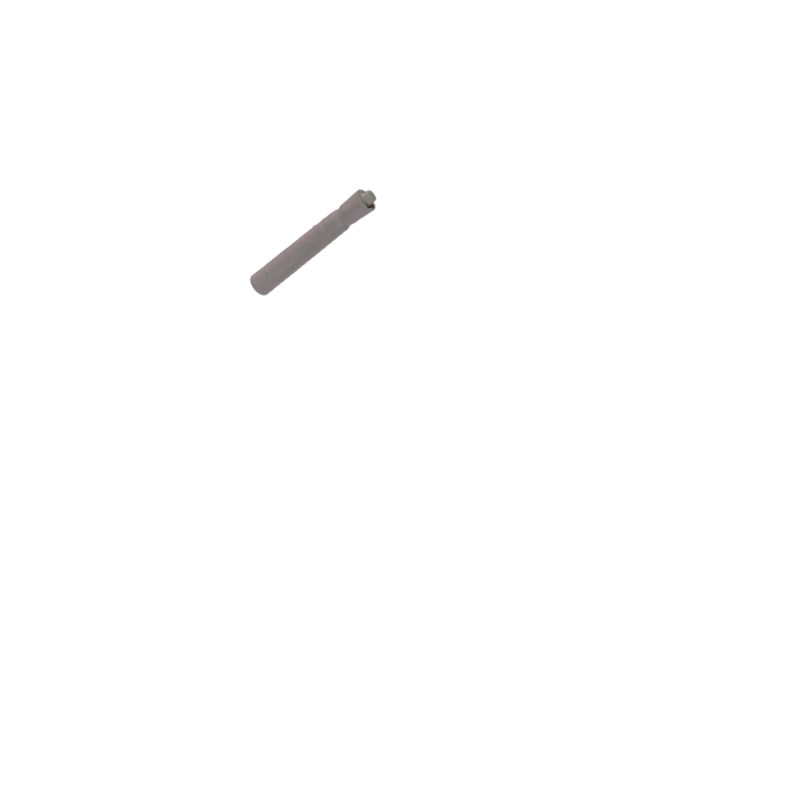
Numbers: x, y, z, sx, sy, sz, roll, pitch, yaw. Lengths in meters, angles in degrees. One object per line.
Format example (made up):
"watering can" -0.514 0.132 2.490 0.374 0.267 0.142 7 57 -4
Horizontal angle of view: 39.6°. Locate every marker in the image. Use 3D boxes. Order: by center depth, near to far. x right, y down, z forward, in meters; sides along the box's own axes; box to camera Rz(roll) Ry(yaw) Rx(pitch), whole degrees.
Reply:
"marker" -0.064 -0.116 0.816 0.120 0.021 0.019 -34 -14 28
